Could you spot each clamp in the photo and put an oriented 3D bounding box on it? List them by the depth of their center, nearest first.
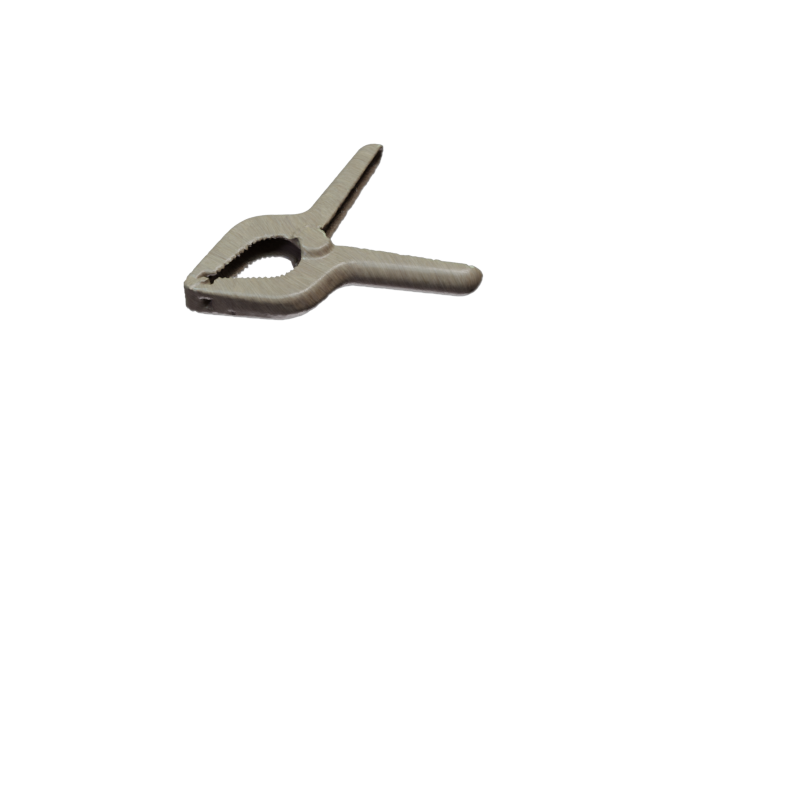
[{"bbox_3d":[-0.065,-0.119,0.834,0.208,0.178,0.034,-16,-38,-13],"label":"clamp"}]
